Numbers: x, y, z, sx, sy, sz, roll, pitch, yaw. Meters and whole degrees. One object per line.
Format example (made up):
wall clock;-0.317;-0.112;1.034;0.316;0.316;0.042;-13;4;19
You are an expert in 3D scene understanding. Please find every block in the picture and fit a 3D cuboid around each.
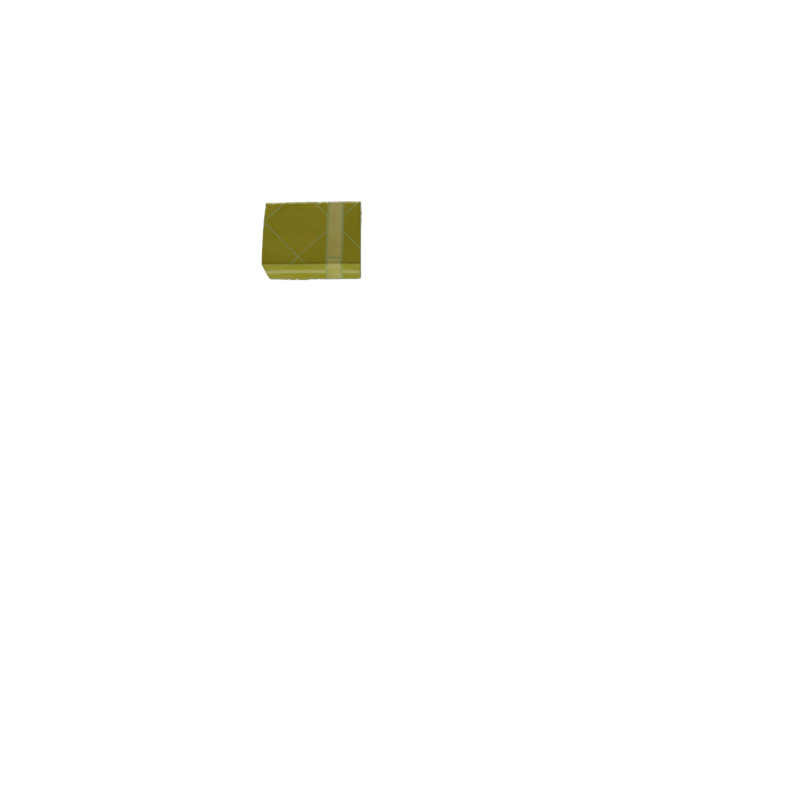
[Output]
block;-0.069;-0.126;0.885;0.078;0.053;0.051;-1;-11;1
